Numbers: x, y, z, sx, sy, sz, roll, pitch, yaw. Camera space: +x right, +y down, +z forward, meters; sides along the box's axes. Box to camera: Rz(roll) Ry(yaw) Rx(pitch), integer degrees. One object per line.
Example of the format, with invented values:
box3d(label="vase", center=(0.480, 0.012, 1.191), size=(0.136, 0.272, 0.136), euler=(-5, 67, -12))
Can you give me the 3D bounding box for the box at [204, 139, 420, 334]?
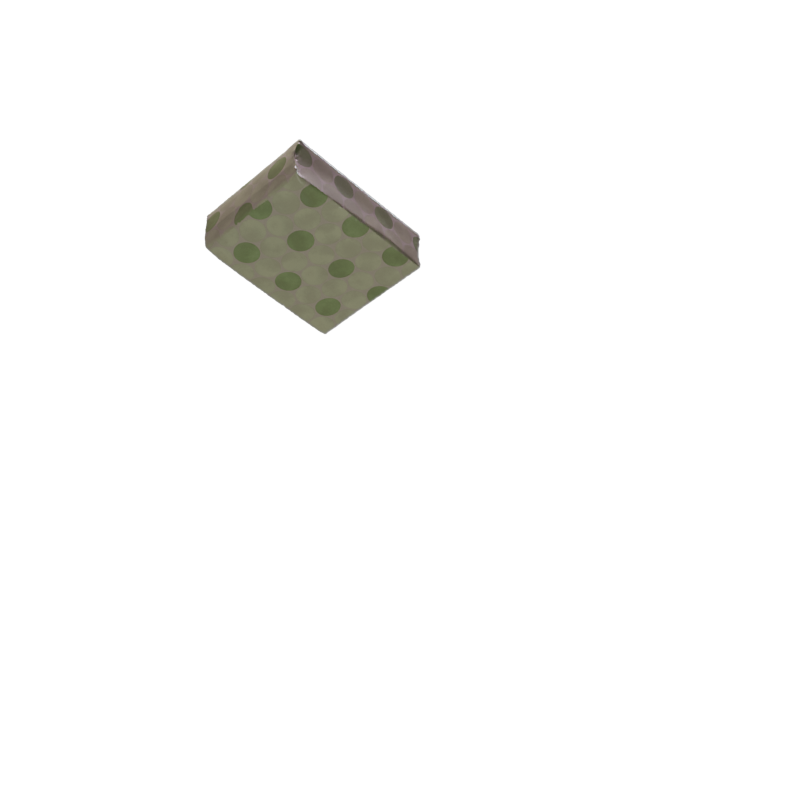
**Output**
box3d(label="box", center=(-0.056, -0.102, 0.716), size=(0.089, 0.042, 0.107), euler=(-35, -54, 30))
